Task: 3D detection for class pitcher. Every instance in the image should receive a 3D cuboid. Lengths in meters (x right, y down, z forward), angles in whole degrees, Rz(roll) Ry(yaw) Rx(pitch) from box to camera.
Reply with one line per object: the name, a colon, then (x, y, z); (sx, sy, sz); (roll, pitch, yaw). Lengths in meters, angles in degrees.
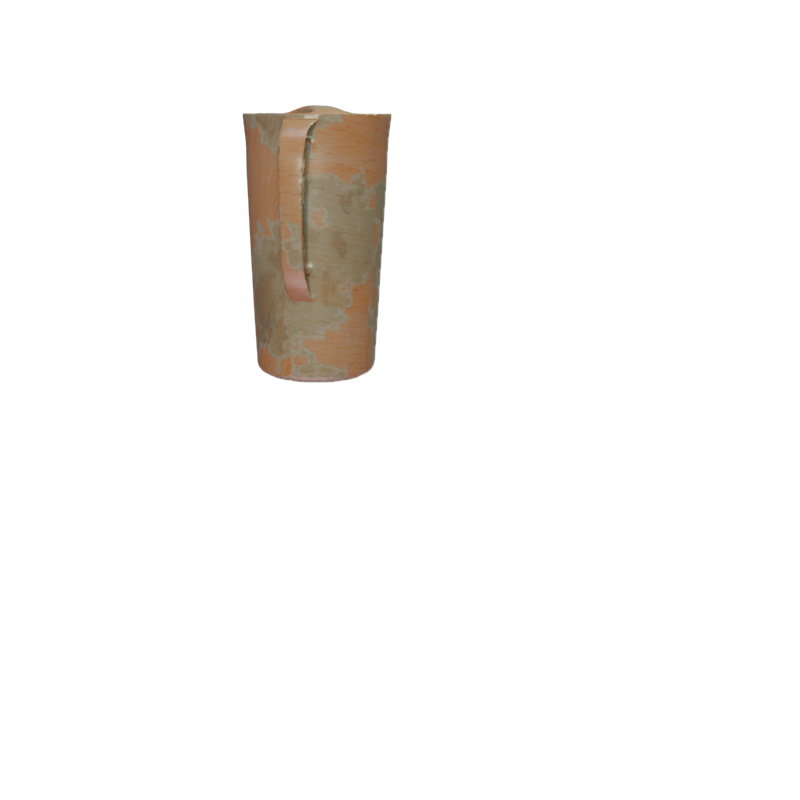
pitcher: (-0.078, -0.142, 0.994); (0.145, 0.239, 0.152); (-6, 10, -36)
